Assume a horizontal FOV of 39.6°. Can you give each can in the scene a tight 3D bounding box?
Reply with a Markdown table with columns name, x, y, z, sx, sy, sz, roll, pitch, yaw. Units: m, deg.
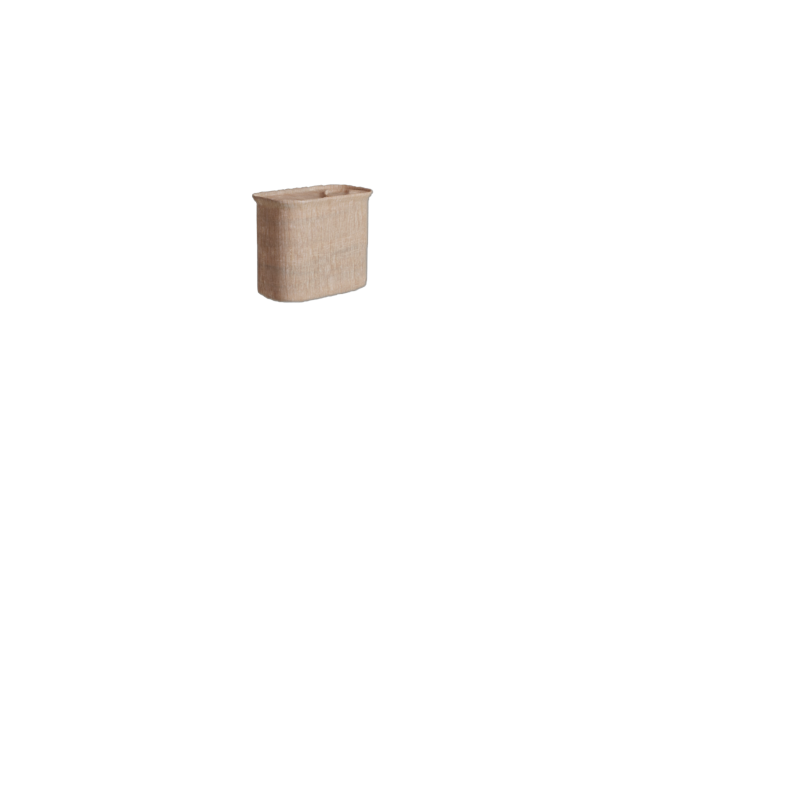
| name | x | y | z | sx | sy | sz | roll | pitch | yaw |
| --- | --- | --- | --- | --- | --- | --- | --- | --- | --- |
| can | -0.071 | -0.130 | 0.914 | 0.099 | 0.081 | 0.061 | -14 | 20 | -42 |
